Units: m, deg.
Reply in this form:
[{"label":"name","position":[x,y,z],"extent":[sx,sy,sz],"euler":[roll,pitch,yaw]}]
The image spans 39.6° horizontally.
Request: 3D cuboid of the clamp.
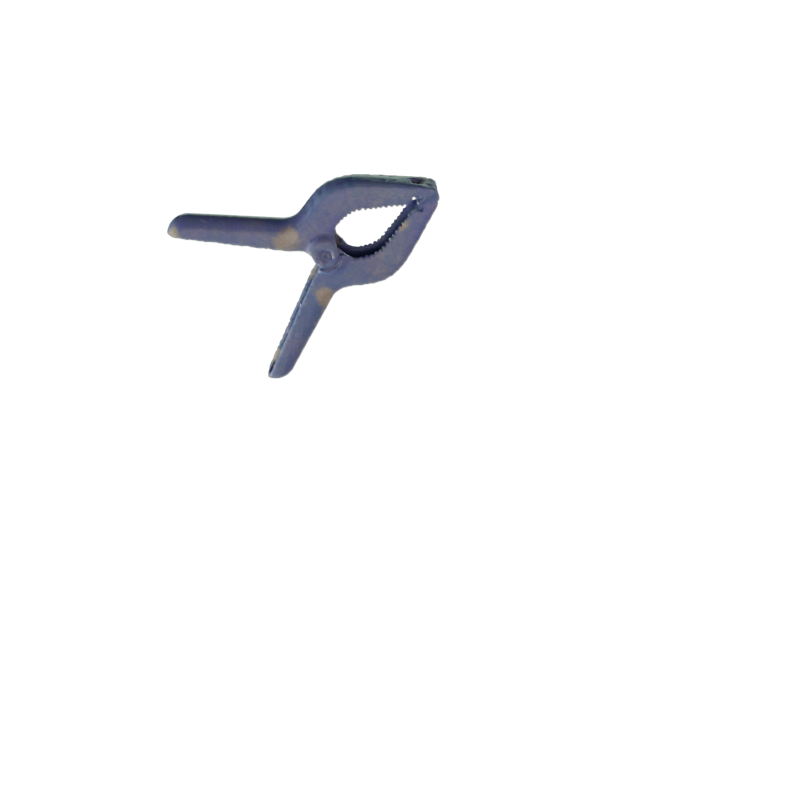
[{"label":"clamp","position":[-0.069,-0.126,0.884],"extent":[0.209,0.156,0.038],"euler":[-33,22,15]}]
